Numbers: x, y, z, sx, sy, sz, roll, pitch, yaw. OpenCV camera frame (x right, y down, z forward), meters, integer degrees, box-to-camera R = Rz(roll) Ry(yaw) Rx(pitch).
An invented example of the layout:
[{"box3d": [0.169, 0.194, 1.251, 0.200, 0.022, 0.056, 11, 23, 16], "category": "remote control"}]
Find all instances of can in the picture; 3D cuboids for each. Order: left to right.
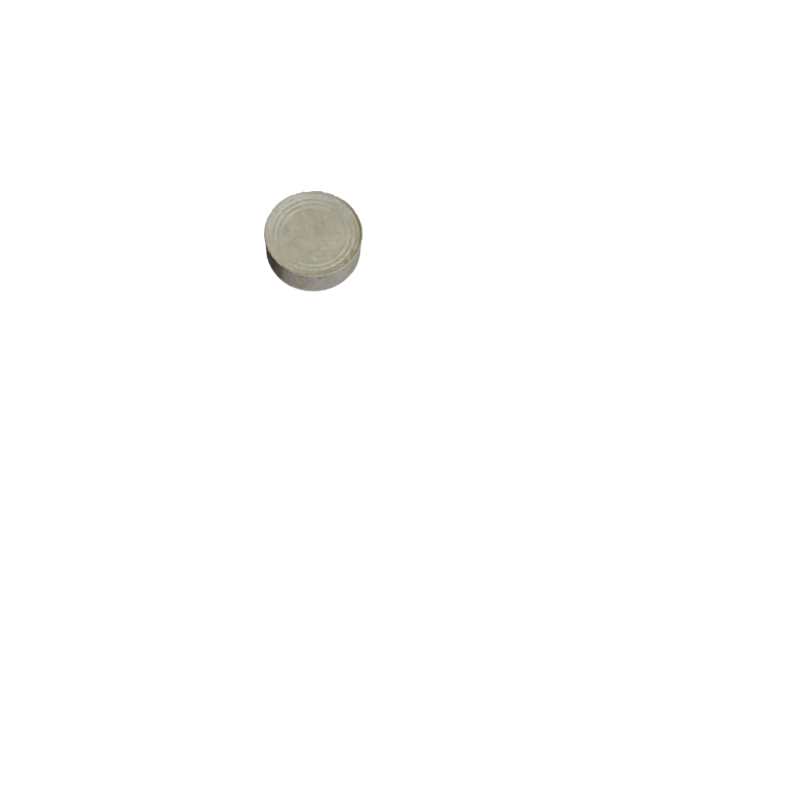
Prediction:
[{"box3d": [-0.076, -0.139, 0.977, 0.086, 0.091, 0.032, -1, -27, -1], "category": "can"}]
